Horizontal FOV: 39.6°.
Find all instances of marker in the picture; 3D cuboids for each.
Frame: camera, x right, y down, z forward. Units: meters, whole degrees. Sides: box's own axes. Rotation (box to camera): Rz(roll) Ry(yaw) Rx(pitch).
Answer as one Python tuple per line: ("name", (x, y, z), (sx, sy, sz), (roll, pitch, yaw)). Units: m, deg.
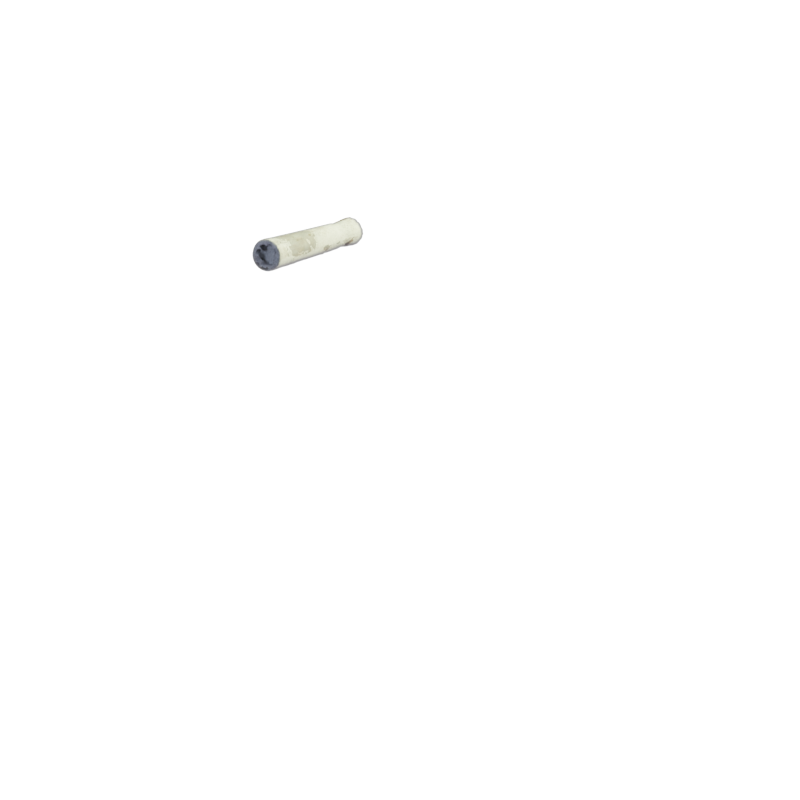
("marker", (-0.054, -0.098, 0.688), (0.020, 0.019, 0.120), (2, 15, 23))
